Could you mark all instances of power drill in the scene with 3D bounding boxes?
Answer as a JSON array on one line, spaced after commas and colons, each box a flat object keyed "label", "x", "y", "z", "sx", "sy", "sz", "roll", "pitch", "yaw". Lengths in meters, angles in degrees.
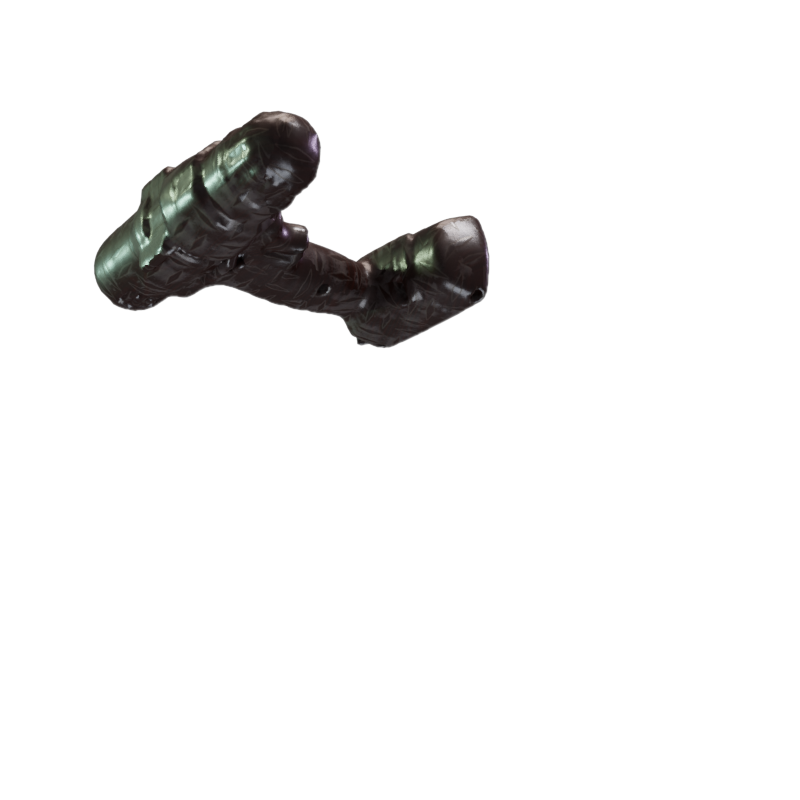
[{"label": "power drill", "x": -0.046, "y": -0.084, "z": 0.587, "sx": 0.178, "sy": 0.060, "sz": 0.185, "roll": 12, "pitch": -21, "yaw": -34}]
